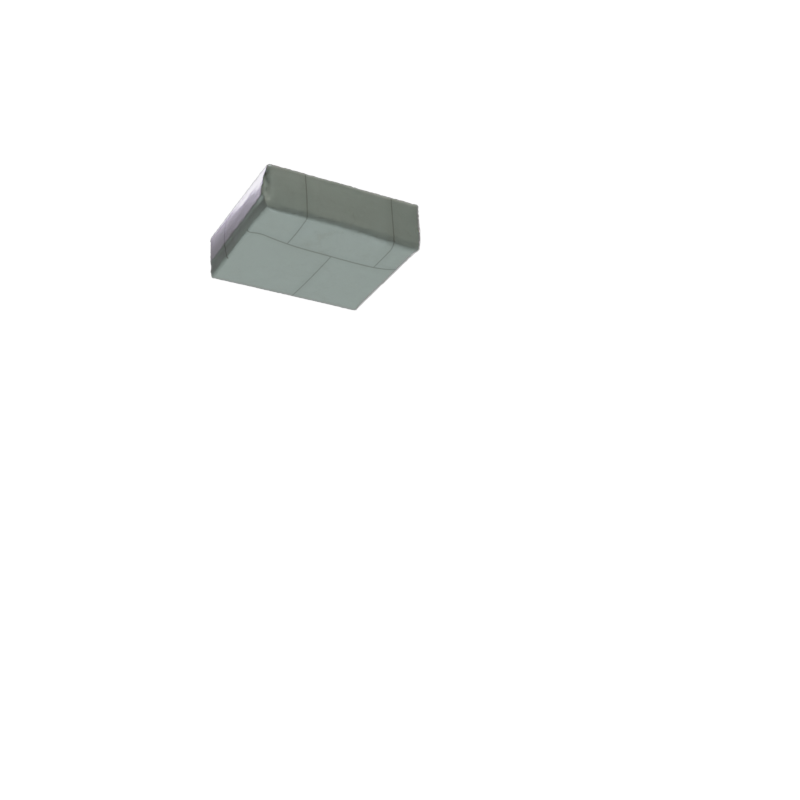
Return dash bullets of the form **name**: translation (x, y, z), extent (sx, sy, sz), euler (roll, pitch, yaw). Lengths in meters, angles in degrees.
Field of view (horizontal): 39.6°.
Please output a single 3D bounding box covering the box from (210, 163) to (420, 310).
- **box**: translation (-0.057, -0.103, 0.724), extent (0.109, 0.041, 0.088), euler (14, -32, -25)
